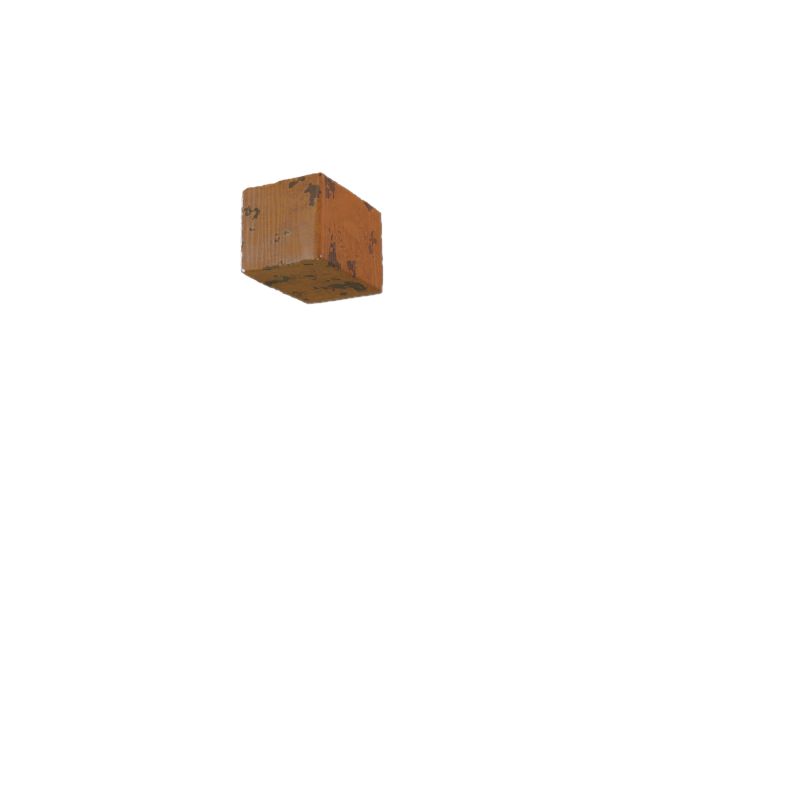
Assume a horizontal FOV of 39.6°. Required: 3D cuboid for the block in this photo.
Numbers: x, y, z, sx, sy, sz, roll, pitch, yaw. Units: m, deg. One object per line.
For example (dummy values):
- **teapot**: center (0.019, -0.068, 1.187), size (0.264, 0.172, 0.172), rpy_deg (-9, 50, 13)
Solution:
- **block**: center (-0.050, -0.091, 0.635), size (0.054, 0.053, 0.073), rpy_deg (-8, -15, 26)
